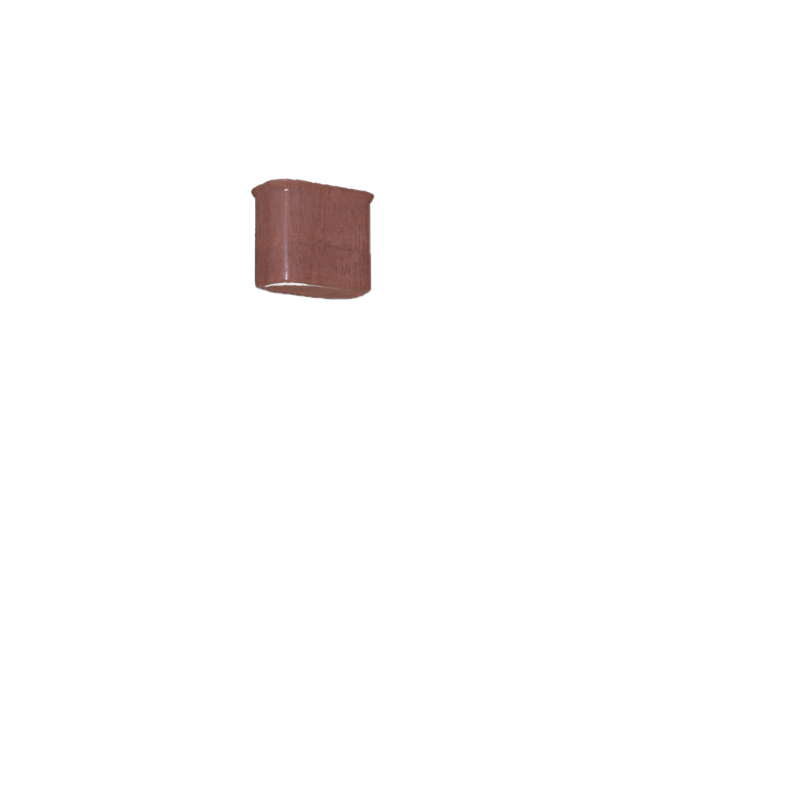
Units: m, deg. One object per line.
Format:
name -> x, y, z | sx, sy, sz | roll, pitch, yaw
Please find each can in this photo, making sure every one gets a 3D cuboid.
can -> -0.071, -0.130, 0.908 | 0.098, 0.086, 0.058 | 5, -11, -34
